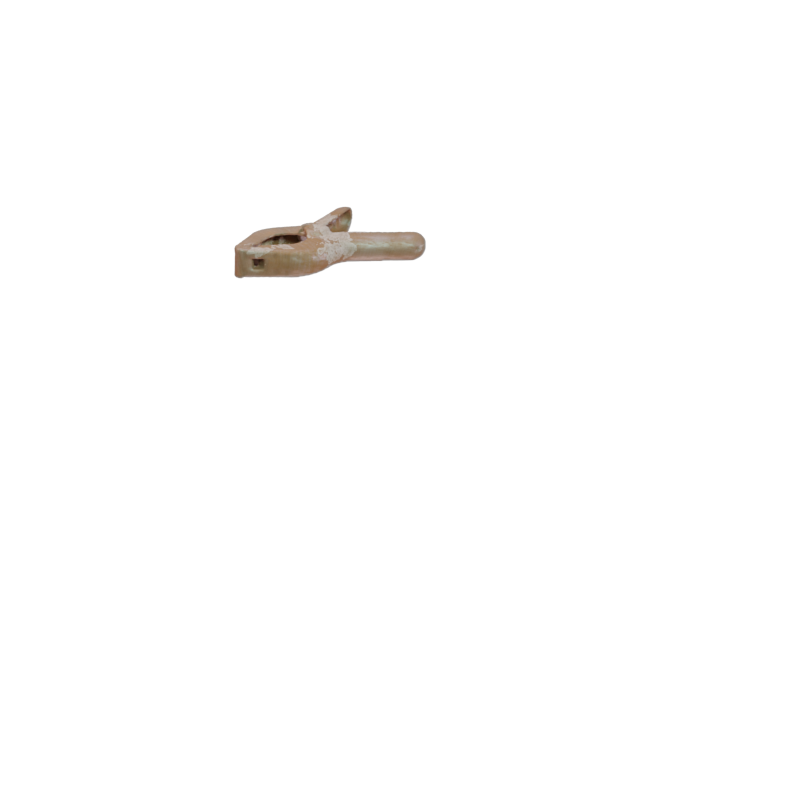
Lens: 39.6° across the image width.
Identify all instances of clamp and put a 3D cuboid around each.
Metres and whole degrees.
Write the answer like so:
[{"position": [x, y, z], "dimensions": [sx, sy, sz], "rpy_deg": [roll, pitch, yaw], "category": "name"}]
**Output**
[{"position": [-0.077, -0.141, 0.988], "dimensions": [0.167, 0.038, 0.127], "rpy_deg": [-10, 21, -28], "category": "clamp"}]
